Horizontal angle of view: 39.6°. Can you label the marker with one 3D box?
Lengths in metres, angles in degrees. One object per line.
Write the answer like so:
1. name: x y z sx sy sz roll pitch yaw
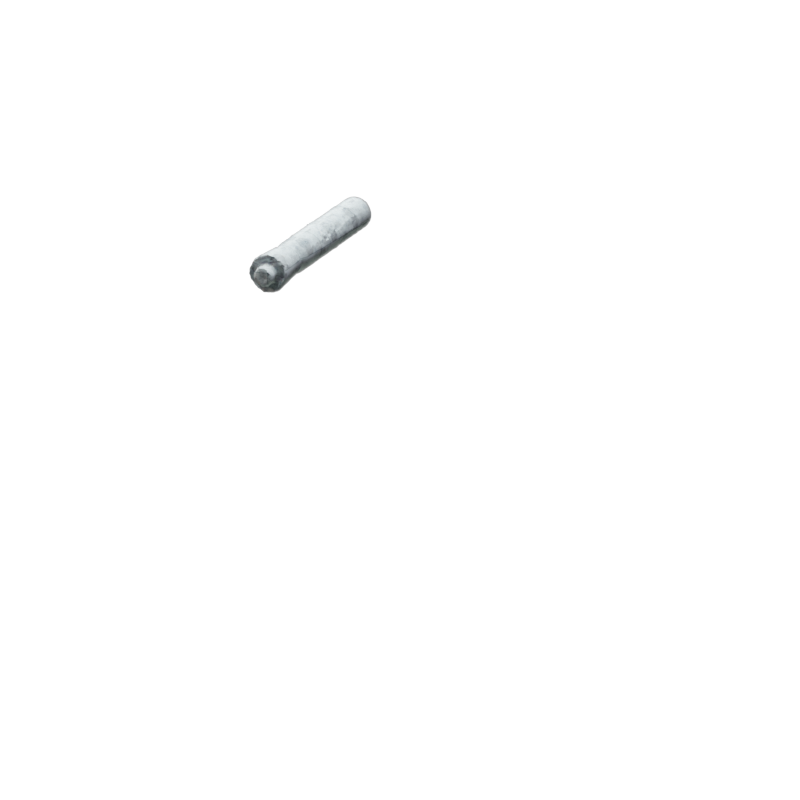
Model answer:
1. marker: -0.044 -0.080 0.561 0.020 0.019 0.123 1 23 20
